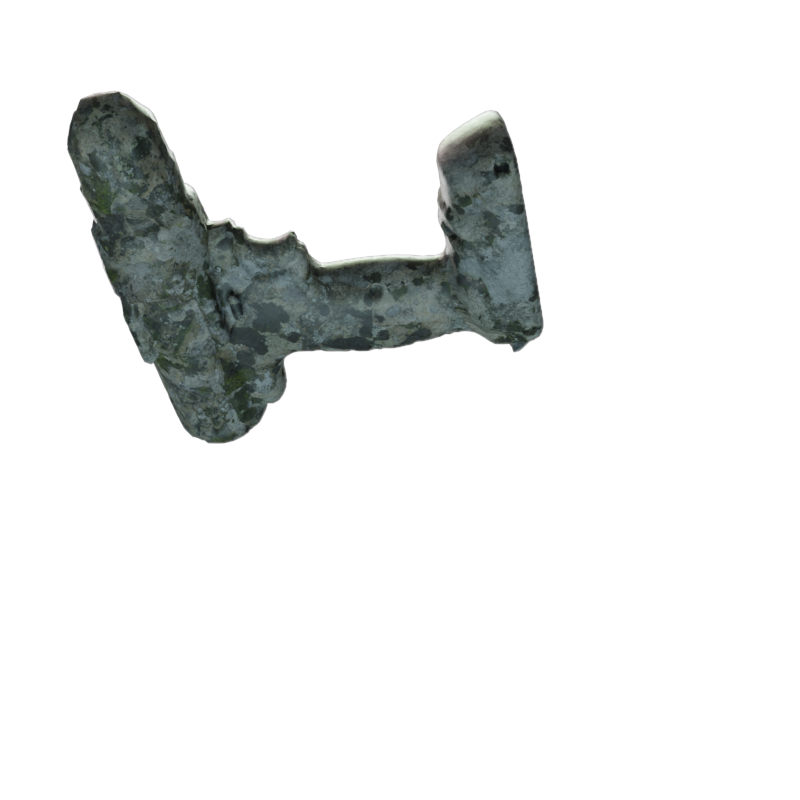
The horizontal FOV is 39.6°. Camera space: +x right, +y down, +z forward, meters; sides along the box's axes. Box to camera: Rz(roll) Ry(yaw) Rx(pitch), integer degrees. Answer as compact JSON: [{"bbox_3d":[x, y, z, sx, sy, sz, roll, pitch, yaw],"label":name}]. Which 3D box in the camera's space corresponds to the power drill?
[{"bbox_3d":[-0.039,-0.071,0.496,0.189,0.171,0.061,-11,37,8],"label":"power drill"}]
